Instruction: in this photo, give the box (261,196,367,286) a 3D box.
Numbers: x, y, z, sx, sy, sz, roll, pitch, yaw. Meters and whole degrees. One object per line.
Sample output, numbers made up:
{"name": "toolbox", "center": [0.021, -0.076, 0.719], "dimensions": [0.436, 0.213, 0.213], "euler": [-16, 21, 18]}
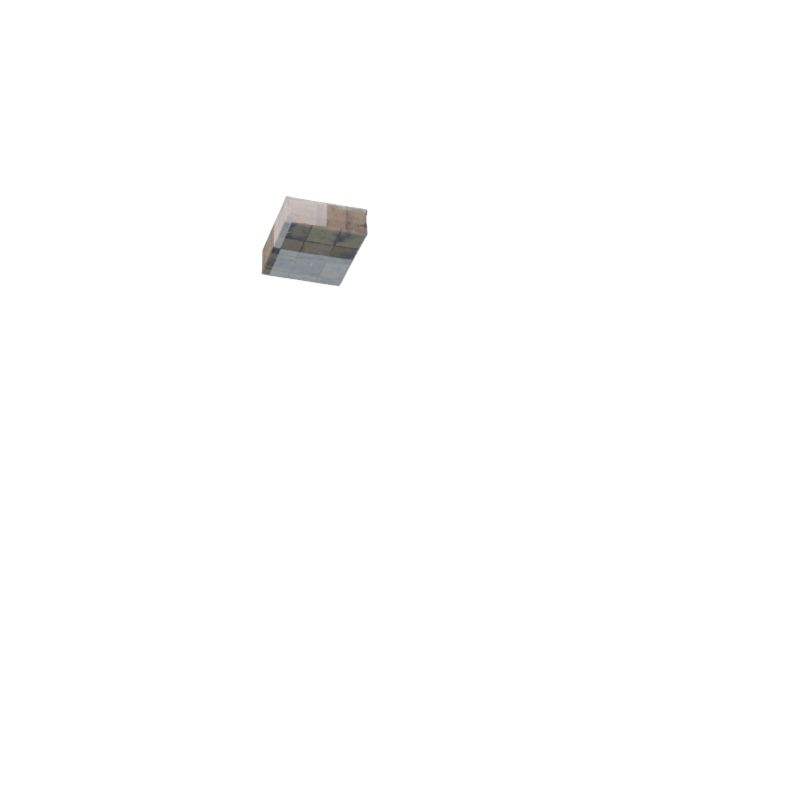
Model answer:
{"name": "box", "center": [-0.075, -0.137, 0.960], "dimensions": [0.071, 0.032, 0.086], "euler": [8, -30, -15]}
